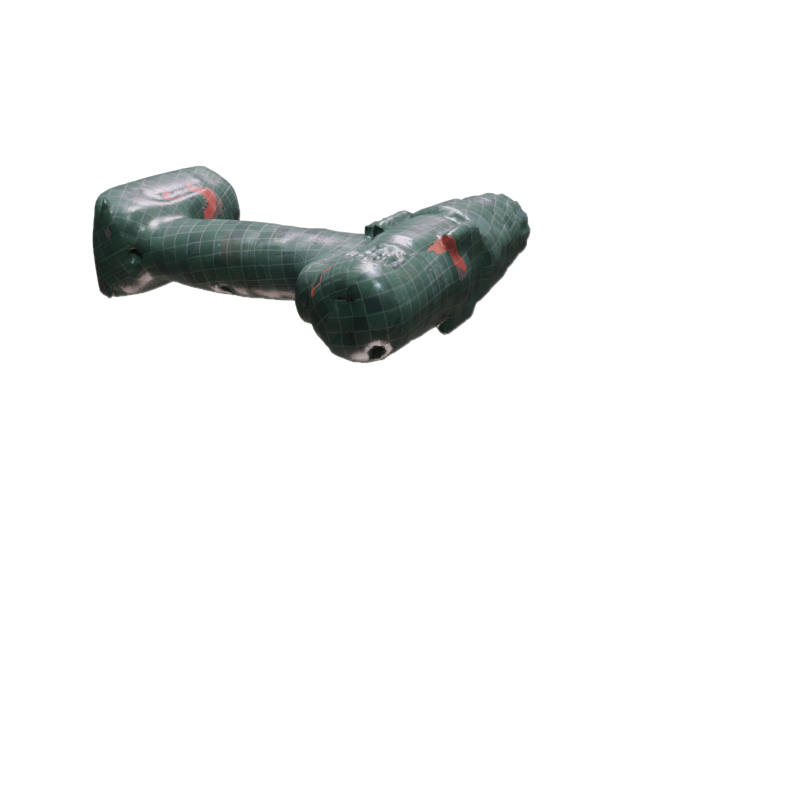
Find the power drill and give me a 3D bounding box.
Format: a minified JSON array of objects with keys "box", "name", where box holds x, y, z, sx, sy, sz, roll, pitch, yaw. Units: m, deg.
[{"box":[-0.044,-0.080,0.557,0.195,0.055,0.184,10,23,26],"name":"power drill"}]
